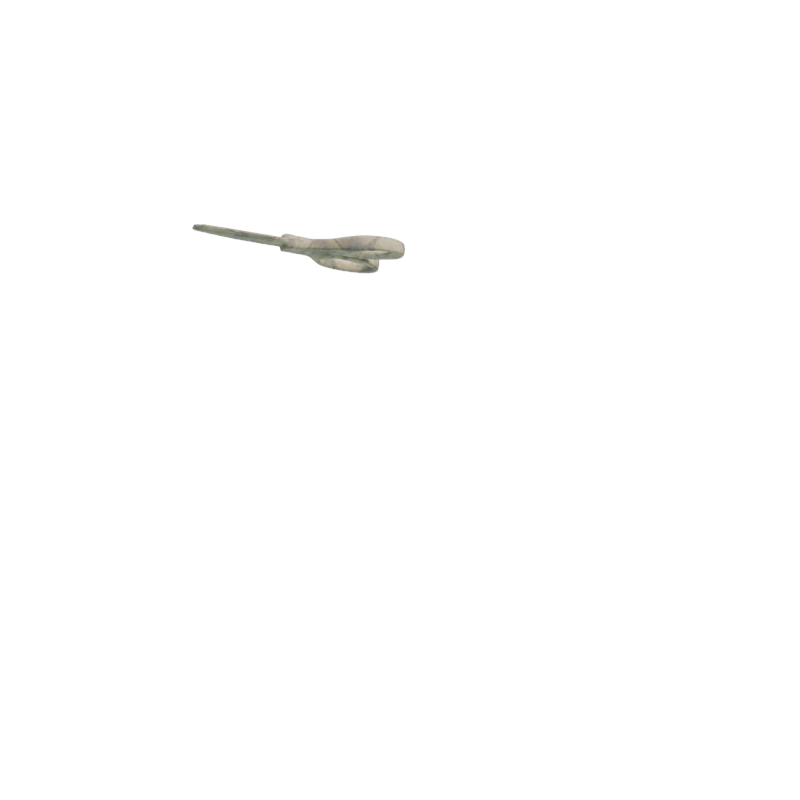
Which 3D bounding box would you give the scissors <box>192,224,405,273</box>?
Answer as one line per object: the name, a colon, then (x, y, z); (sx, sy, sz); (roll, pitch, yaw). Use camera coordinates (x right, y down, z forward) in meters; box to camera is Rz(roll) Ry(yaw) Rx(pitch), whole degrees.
scissors: (-0.076, -0.139, 0.974); (0.099, 0.016, 0.191); (-7, -11, 39)
